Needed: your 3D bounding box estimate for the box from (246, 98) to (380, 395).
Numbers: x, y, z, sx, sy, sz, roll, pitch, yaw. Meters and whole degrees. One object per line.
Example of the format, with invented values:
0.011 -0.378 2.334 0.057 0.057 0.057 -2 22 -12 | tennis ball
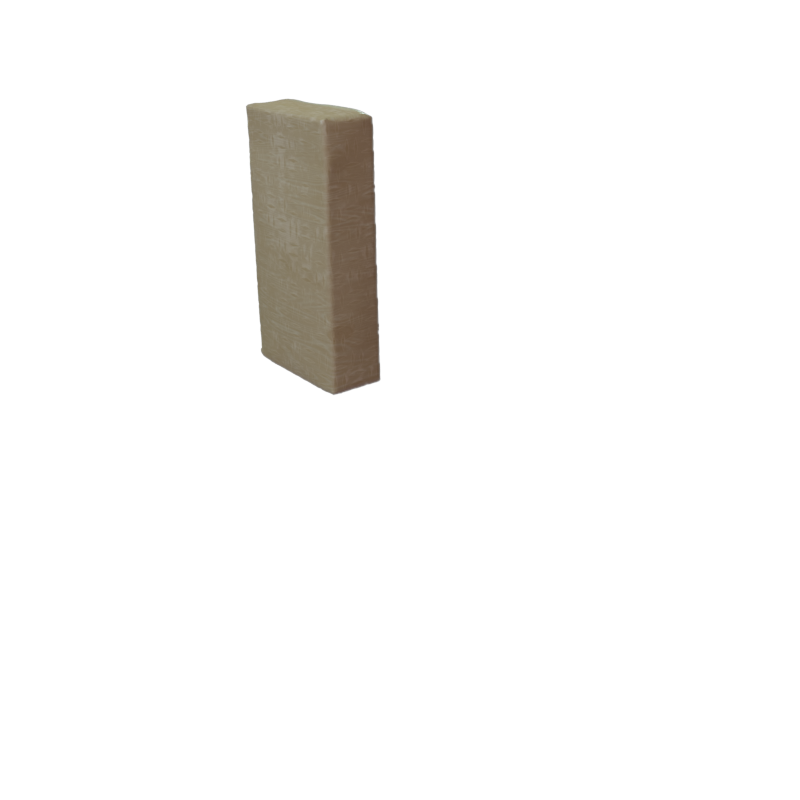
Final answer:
-0.056 -0.103 0.719 0.047 0.170 0.099 -10 20 -35 | box
